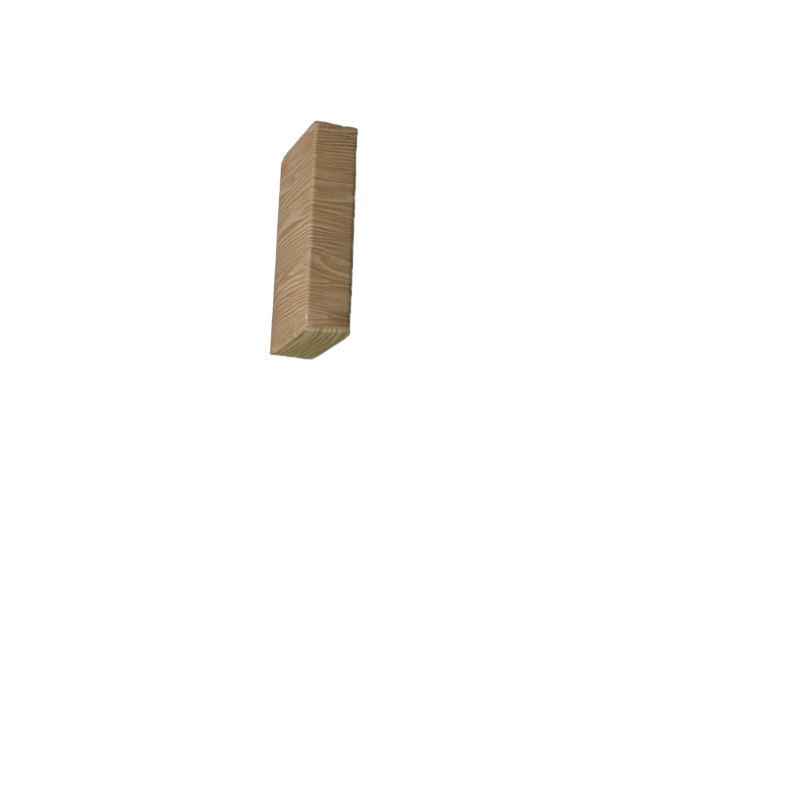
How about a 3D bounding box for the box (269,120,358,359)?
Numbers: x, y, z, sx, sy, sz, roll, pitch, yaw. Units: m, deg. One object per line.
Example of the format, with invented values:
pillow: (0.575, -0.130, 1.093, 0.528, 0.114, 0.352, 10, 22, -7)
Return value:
box: (-0.072, -0.130, 0.909, 0.047, 0.184, 0.092, 6, -19, -22)
